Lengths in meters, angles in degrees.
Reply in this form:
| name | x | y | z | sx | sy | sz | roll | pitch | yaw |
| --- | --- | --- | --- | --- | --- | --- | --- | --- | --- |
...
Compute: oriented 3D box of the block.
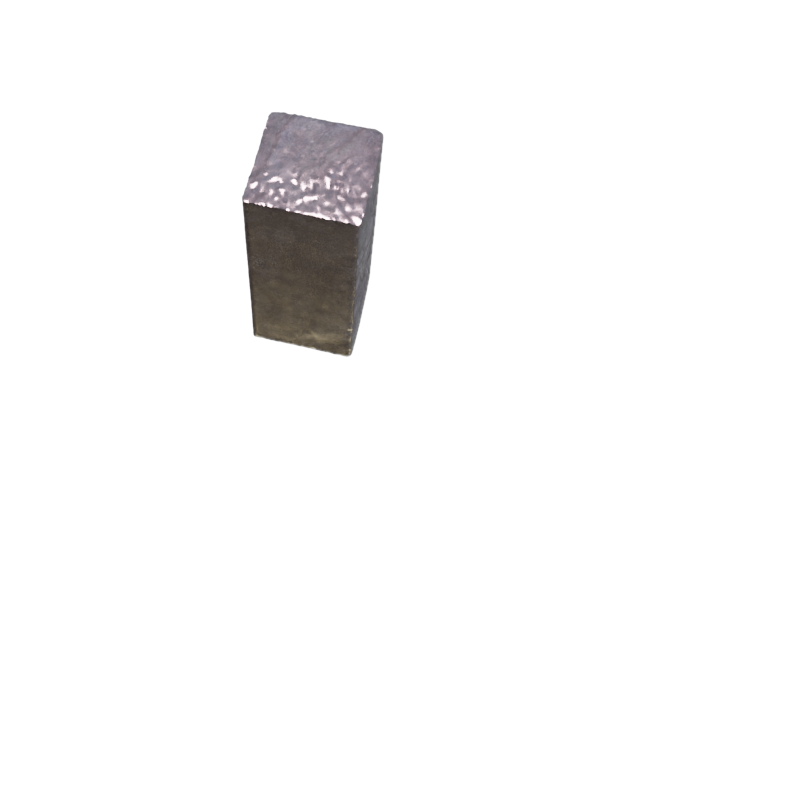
| name | x | y | z | sx | sy | sz | roll | pitch | yaw |
| --- | --- | --- | --- | --- | --- | --- | --- | --- | --- |
| block | -0.070 | -0.129 | 0.901 | 0.091 | 0.095 | 0.194 | 12 | -27 | 3 |
